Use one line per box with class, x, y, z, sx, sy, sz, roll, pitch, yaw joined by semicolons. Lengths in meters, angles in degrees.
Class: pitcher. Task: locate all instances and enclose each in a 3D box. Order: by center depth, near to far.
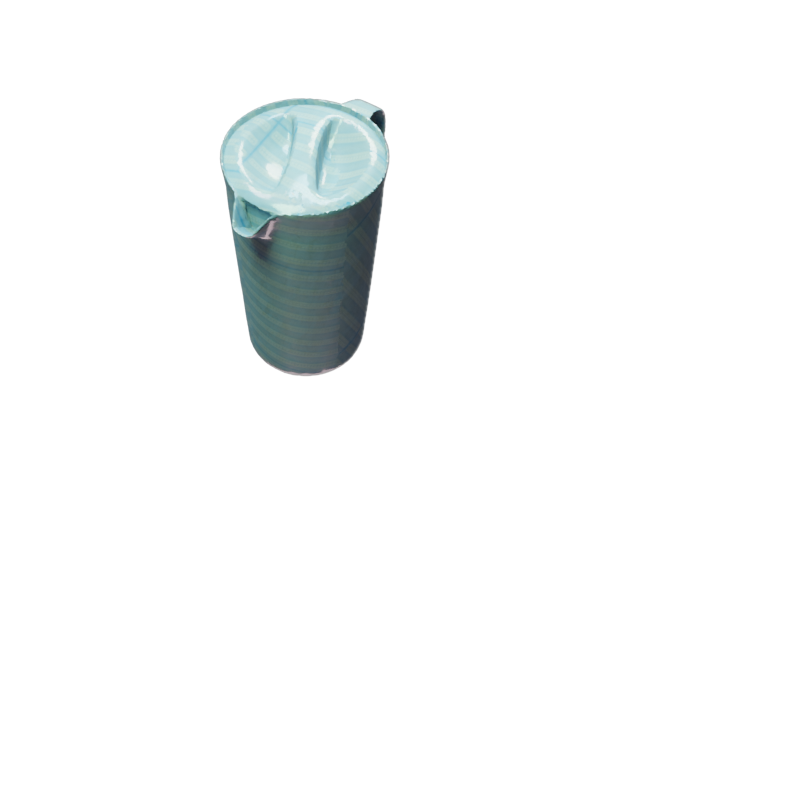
pitcher;-0.075;-0.137;0.959;0.148;0.156;0.227;-9;-36;-9
